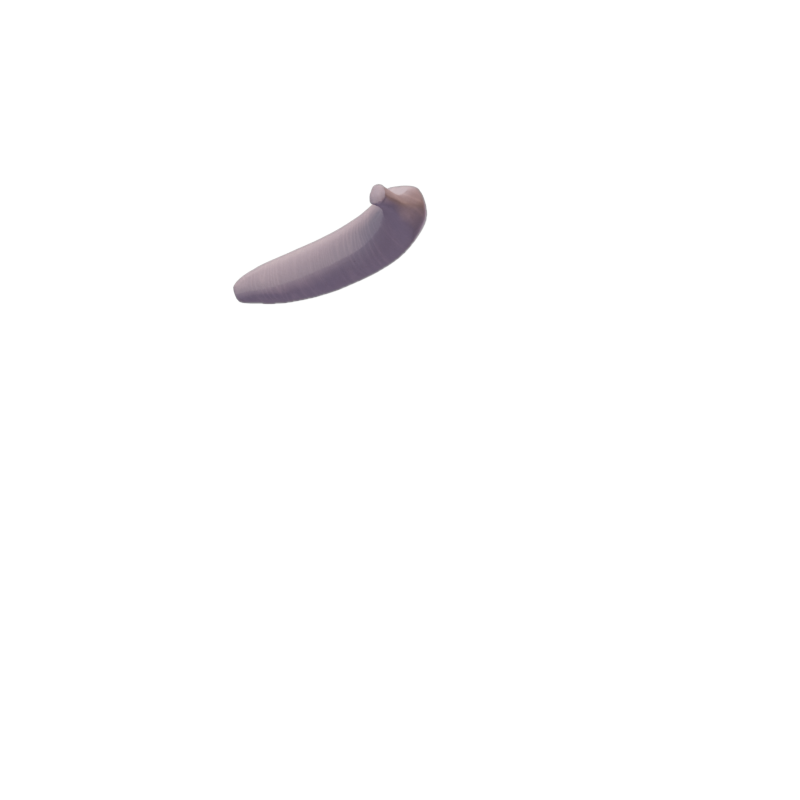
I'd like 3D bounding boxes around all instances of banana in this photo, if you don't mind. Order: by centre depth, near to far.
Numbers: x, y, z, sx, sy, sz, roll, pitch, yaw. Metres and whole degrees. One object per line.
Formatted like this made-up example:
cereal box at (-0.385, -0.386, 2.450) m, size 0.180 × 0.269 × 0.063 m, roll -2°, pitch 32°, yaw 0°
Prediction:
banana at (-0.039, -0.101, 0.726) m, size 0.066 × 0.039 × 0.197 m, roll 11°, pitch -21°, yaw -31°
